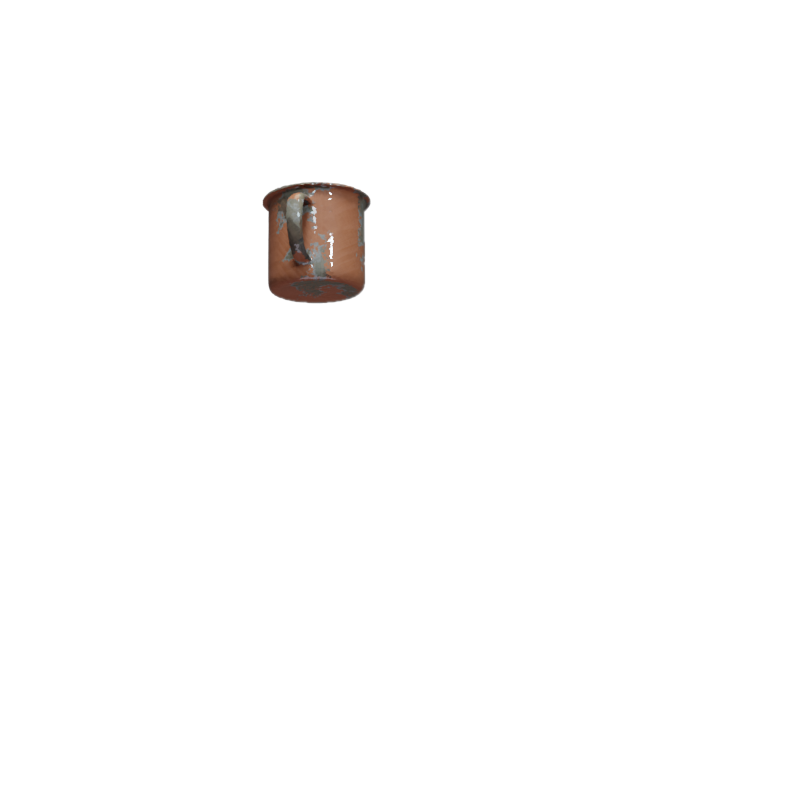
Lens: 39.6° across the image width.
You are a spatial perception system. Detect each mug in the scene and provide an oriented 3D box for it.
[{"bbox_3d":[-0.073,-0.133,0.929,0.094,0.085,0.111,-3,-14,10],"label":"mug"}]
